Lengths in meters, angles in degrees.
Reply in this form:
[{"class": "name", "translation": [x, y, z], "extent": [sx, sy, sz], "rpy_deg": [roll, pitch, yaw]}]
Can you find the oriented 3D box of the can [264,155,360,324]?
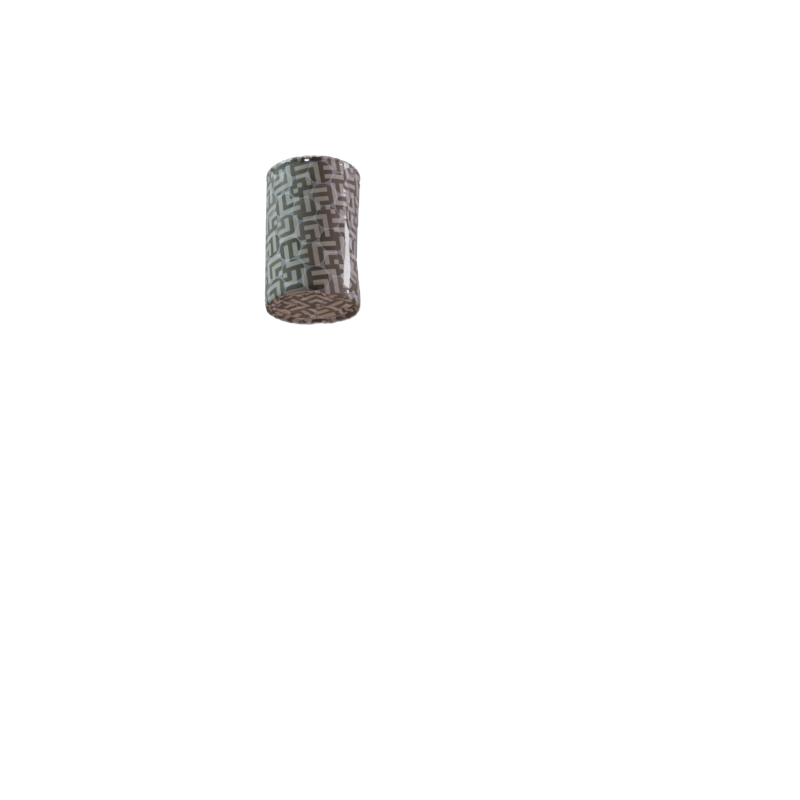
[{"class": "can", "translation": [-0.061, -0.111, 0.780], "extent": [0.068, 0.108, 0.065], "rpy_deg": [0, -21, -2]}]
